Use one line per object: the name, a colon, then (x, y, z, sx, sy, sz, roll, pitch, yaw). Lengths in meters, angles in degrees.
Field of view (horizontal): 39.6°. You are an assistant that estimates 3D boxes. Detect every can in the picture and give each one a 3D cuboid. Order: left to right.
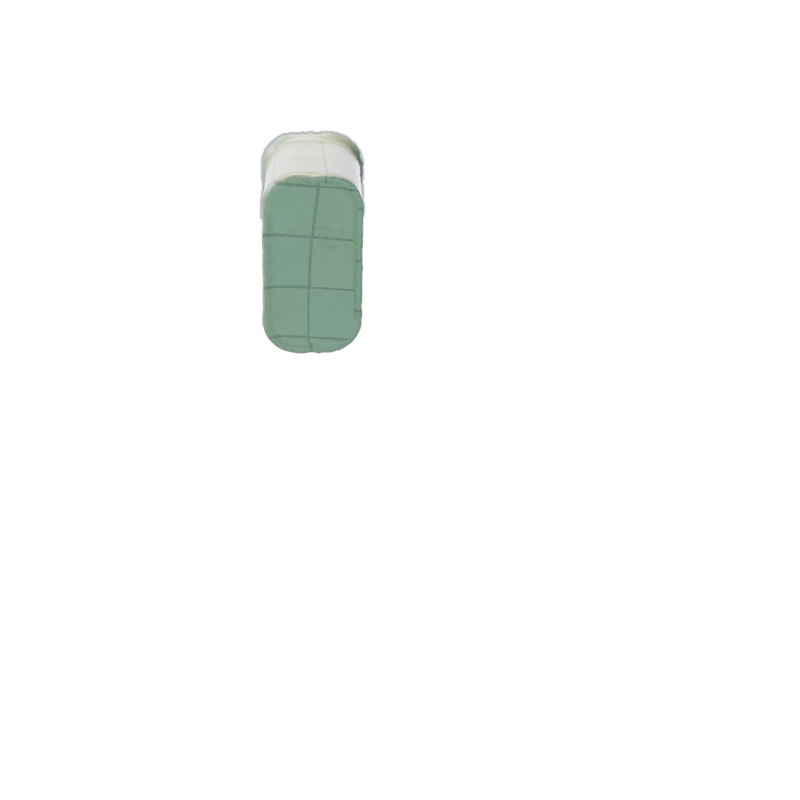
can: (-0.047, -0.085, 0.598, 0.057, 0.097, 0.088, 0, 22, -3)
